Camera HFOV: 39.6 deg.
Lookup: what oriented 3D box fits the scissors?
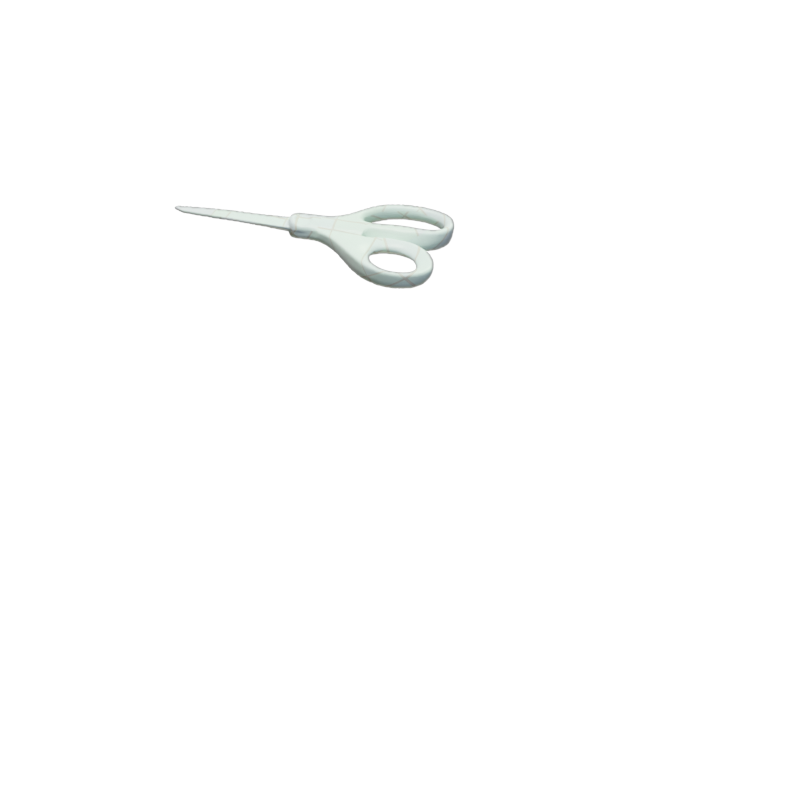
[{"bbox_3d":[-0.061,-0.112,0.782,0.201,0.015,0.103,-1,40,-2],"label":"scissors"}]
